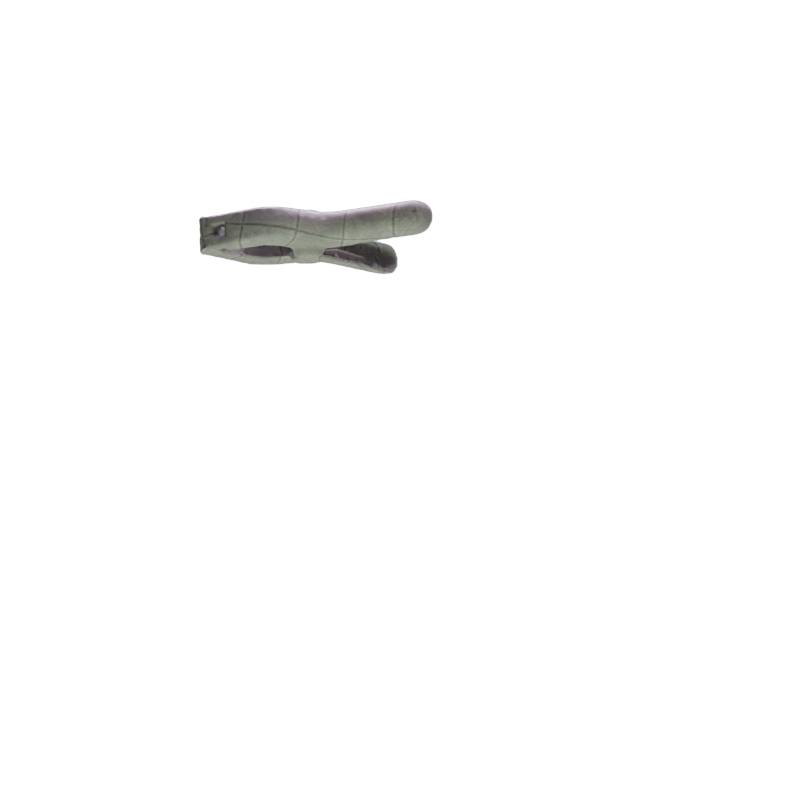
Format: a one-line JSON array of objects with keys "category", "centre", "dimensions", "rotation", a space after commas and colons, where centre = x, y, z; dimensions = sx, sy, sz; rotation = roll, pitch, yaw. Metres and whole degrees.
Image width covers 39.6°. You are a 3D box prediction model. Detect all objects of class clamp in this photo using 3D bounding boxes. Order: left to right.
[{"category": "clamp", "centre": [-0.067, -0.122, 0.851], "dimensions": [0.171, 0.041, 0.115], "rotation": [1, -18, -2]}]
